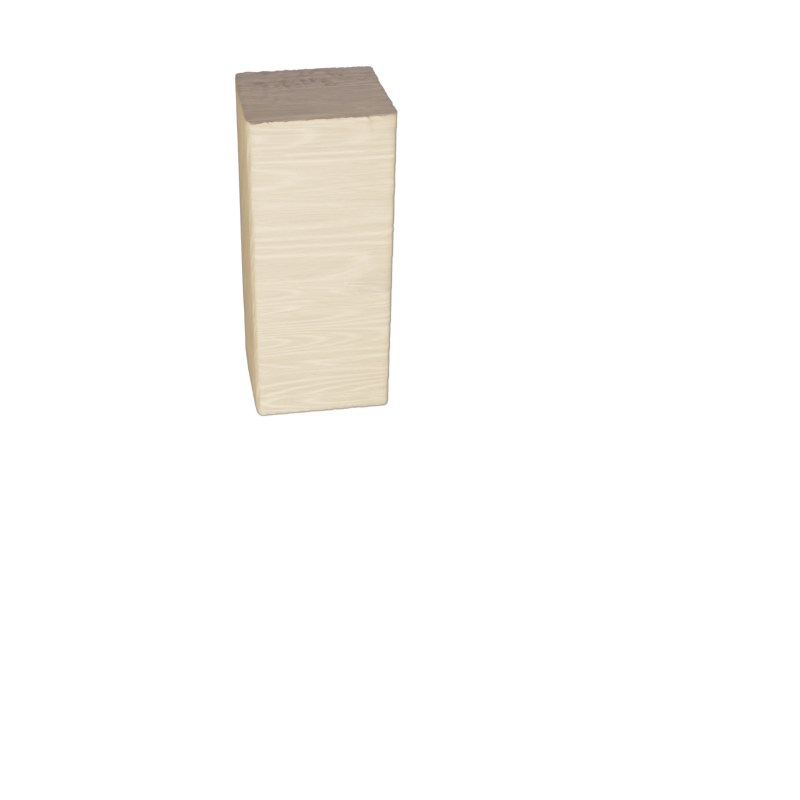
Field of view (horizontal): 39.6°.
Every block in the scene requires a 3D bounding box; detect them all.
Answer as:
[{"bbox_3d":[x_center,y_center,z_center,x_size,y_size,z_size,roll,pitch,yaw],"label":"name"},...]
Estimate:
[{"bbox_3d":[-0.056,-0.102,0.717,0.090,0.194,0.097,-4,31,-10],"label":"block"}]
